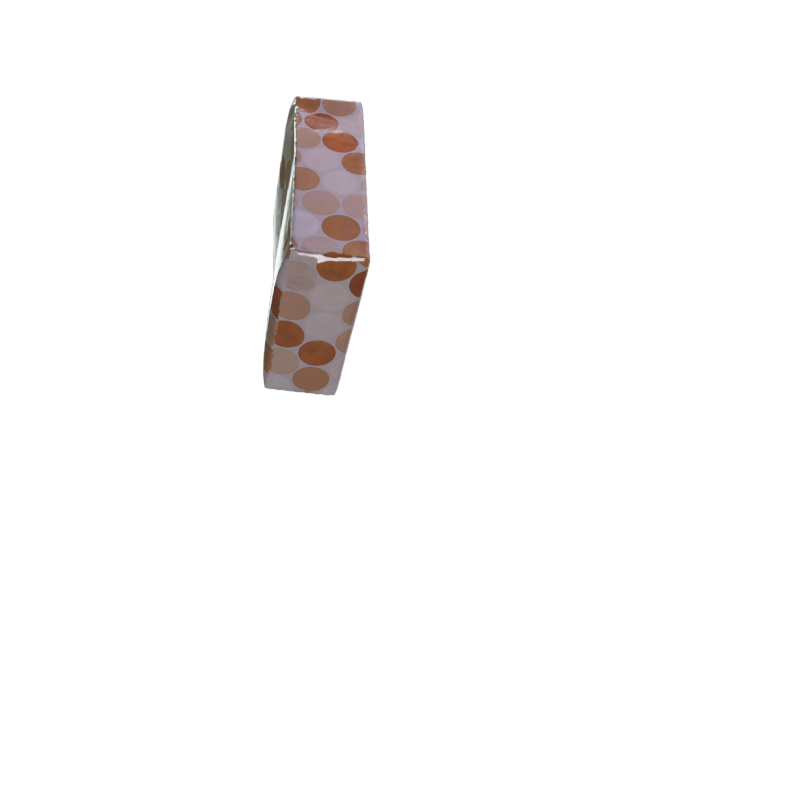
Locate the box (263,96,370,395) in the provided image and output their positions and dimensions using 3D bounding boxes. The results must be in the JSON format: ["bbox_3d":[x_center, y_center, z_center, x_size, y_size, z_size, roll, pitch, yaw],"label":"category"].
[{"bbox_3d":[-0.076,-0.139,0.972,0.071,0.230,0.155,6,-45,-10],"label":"box"}]
